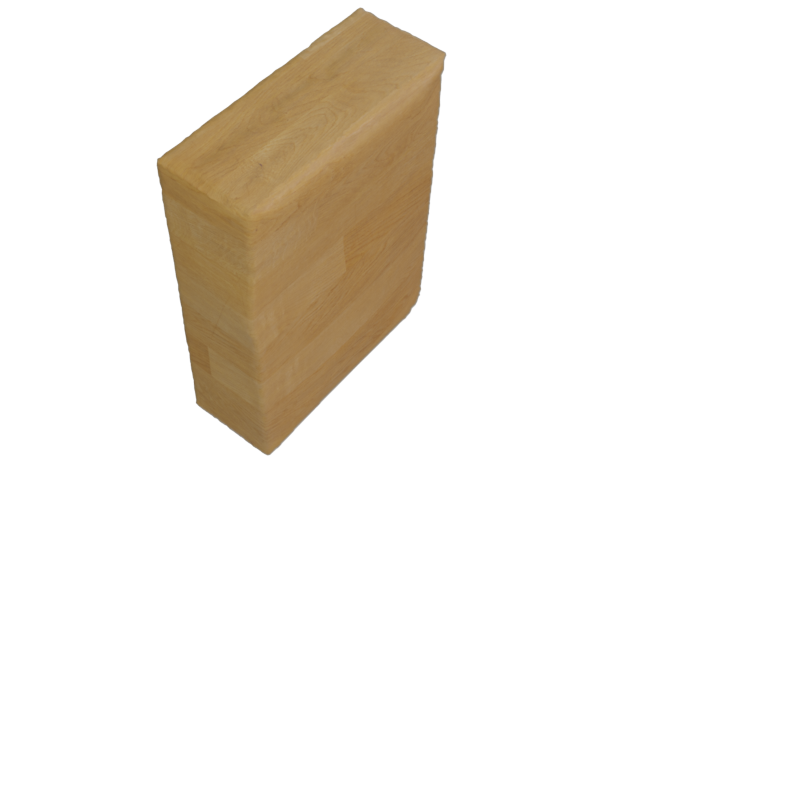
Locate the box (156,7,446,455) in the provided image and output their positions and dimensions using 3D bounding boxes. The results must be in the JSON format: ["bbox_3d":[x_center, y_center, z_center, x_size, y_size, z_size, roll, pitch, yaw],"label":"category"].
[{"bbox_3d":[-0.051,-0.092,0.645,0.075,0.167,0.199,32,-32,19],"label":"box"}]
